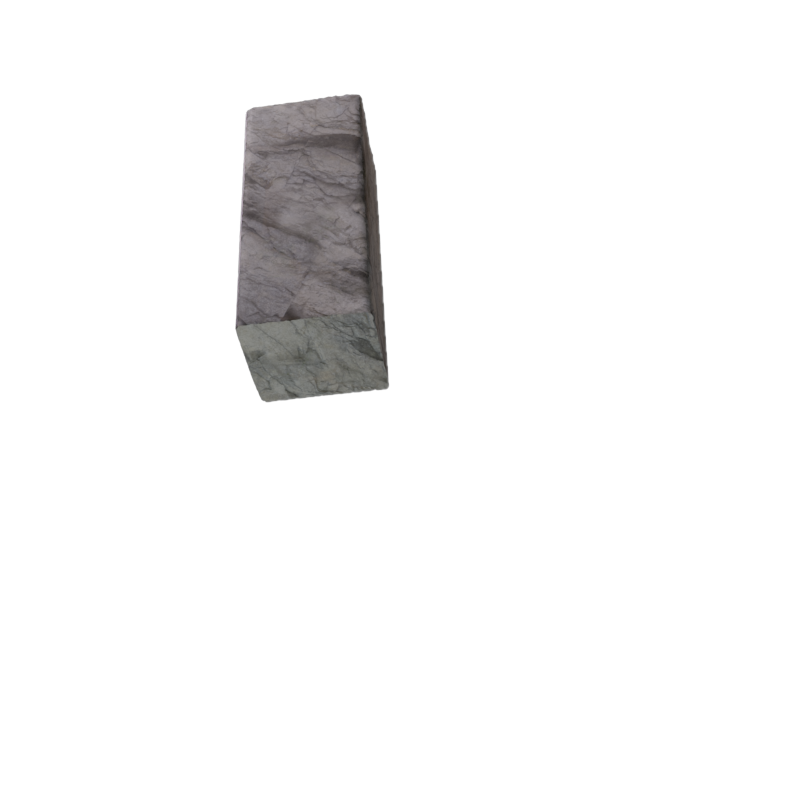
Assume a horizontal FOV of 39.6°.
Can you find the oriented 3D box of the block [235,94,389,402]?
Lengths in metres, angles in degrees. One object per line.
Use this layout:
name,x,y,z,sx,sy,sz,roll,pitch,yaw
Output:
block,-0.062,-0.114,0.793,0.091,0.221,0.083,-7,-38,5
